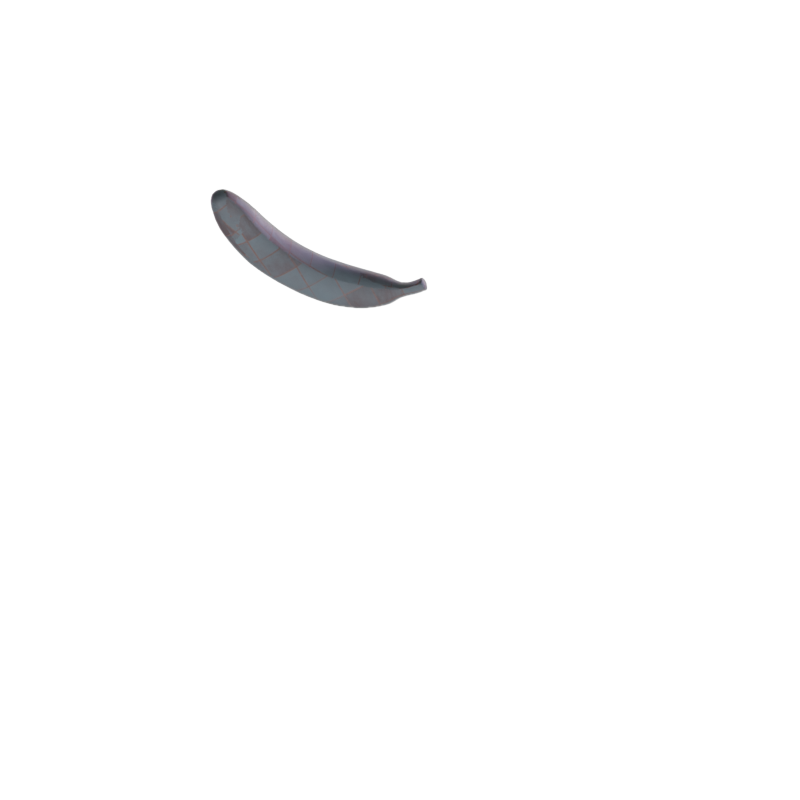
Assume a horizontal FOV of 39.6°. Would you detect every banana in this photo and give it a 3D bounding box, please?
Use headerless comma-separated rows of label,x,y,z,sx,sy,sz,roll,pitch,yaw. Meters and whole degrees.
banana,-0.078,-0.118,0.921,0.190,0.039,0.067,21,-48,-20
